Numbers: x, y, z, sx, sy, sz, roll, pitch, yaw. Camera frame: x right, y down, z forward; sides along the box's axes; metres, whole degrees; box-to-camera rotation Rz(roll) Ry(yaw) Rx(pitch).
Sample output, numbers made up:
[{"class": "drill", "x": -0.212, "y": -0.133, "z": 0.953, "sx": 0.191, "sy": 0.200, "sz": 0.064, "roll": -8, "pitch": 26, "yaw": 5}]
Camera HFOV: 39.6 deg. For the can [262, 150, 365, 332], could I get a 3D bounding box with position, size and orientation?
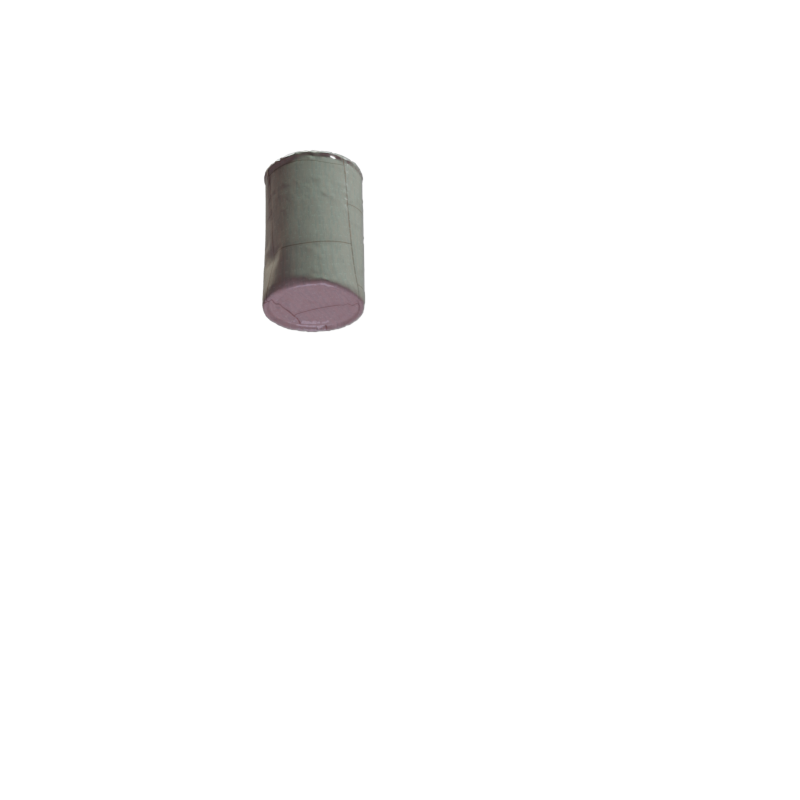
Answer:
[{"class": "can", "x": -0.057, "y": -0.105, "z": 0.734, "sx": 0.068, "sy": 0.109, "sz": 0.064, "roll": 0, "pitch": -28, "yaw": -2}]
